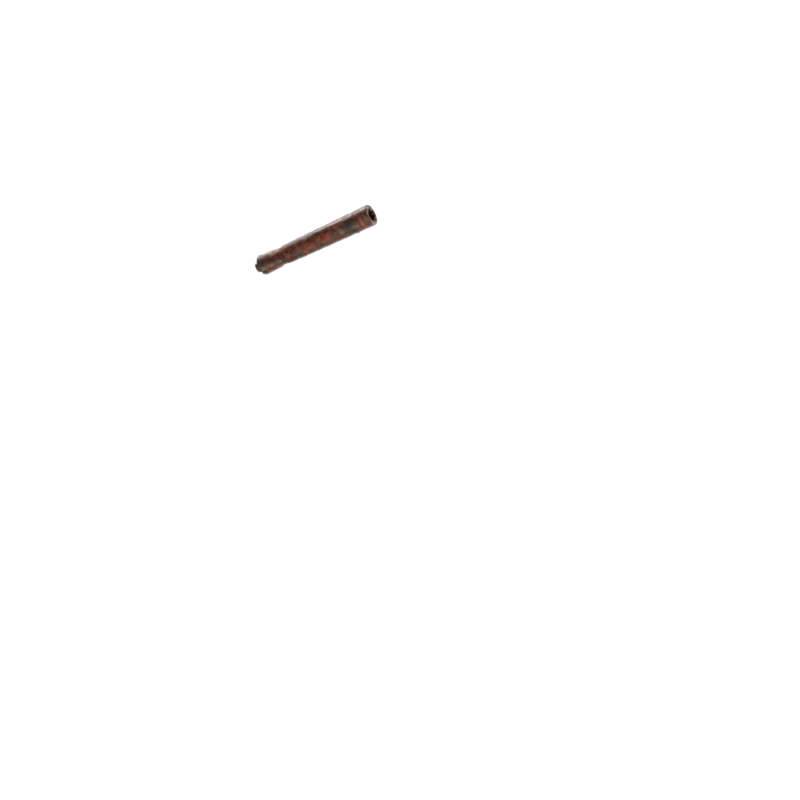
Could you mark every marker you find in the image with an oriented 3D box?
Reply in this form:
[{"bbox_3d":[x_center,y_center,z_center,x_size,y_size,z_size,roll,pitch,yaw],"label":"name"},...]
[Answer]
[{"bbox_3d":[-0.076,-0.138,0.965,0.122,0.020,0.019,-21,-5,25],"label":"marker"}]
